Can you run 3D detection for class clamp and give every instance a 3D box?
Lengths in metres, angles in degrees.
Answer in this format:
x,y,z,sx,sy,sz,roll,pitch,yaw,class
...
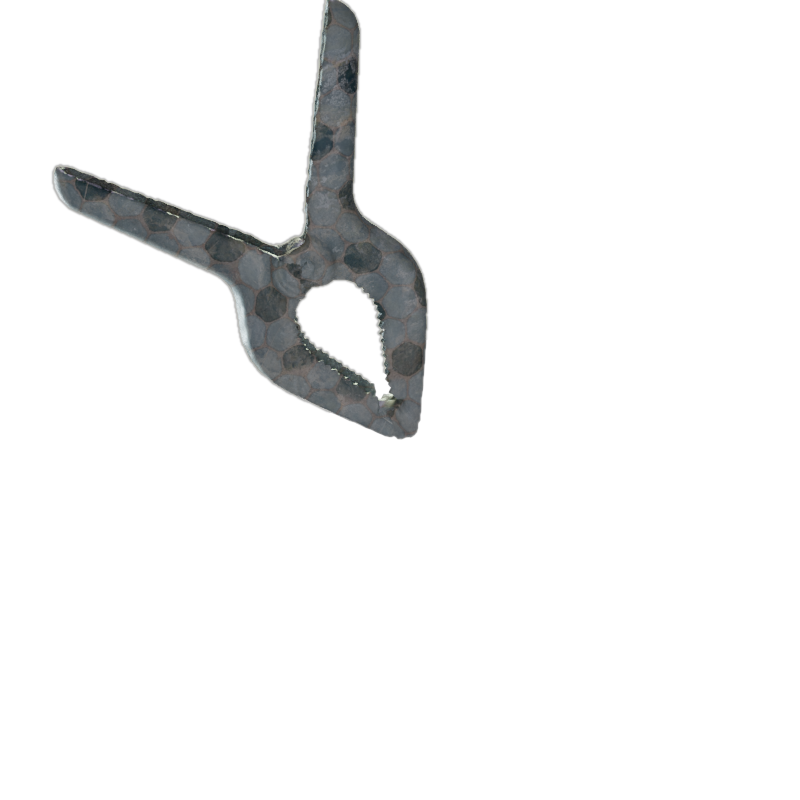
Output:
x,y,z,sx,sy,sz,roll,pitch,yaw,class
-0.042,-0.077,0.539,0.164,0.205,0.037,-37,9,7,clamp
